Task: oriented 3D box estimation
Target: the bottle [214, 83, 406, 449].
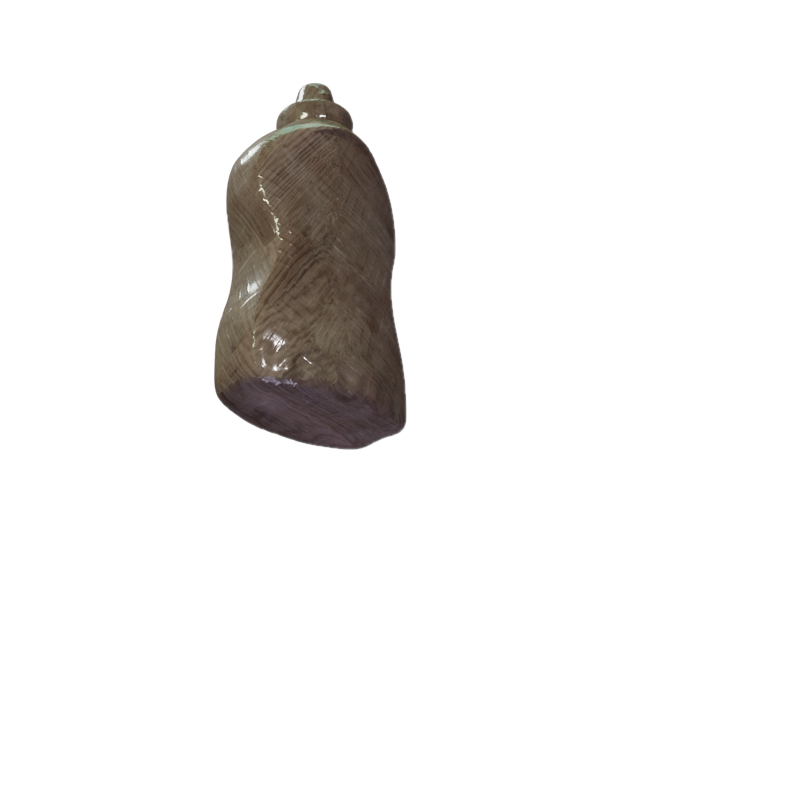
[{"bbox_3d":[-0.043,-0.079,0.550,0.090,0.204,0.058,22,-38,-36],"label":"bottle"}]
